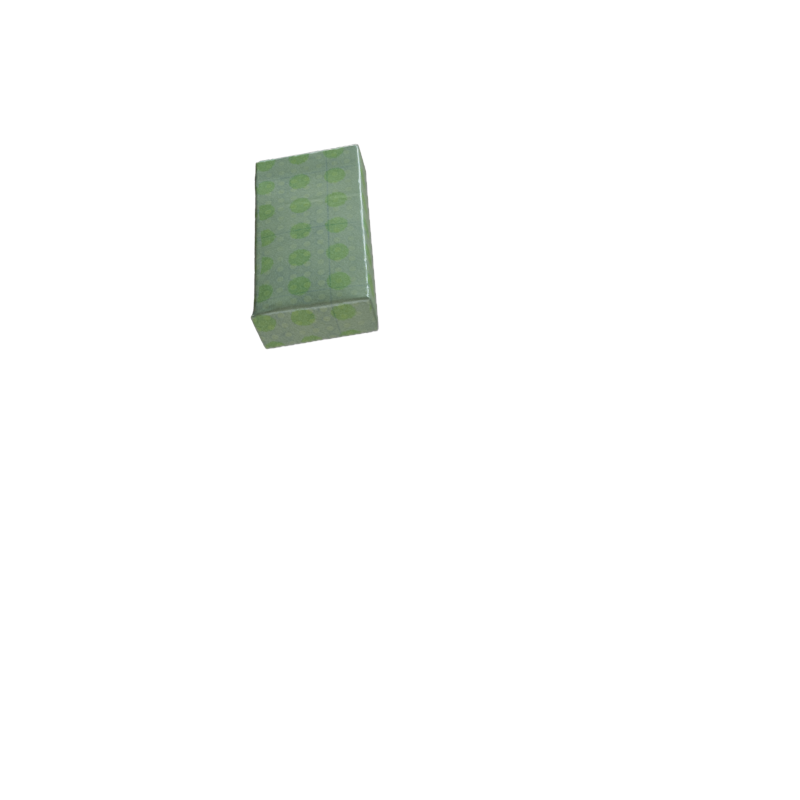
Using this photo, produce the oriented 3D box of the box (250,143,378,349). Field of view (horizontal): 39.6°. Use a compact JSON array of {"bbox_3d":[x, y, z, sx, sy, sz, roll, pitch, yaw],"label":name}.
[{"bbox_3d":[-0.070,-0.127,0.893,0.094,0.189,0.044,-9,-42,7],"label":"box"}]
